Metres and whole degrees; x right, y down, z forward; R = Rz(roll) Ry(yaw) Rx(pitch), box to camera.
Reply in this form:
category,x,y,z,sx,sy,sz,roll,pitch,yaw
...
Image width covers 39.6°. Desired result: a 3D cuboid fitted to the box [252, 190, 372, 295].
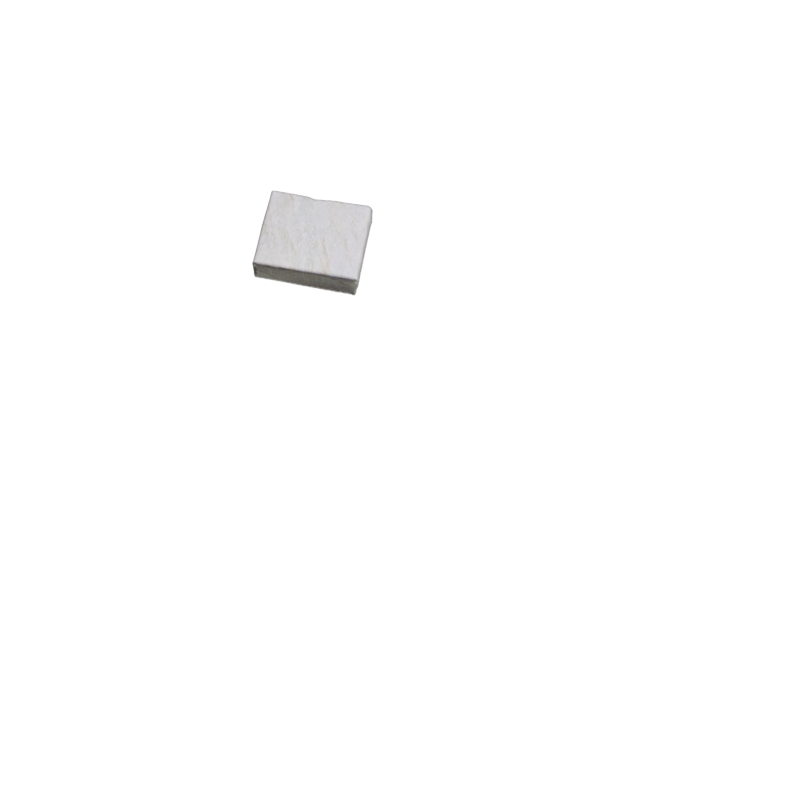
category,x,y,z,sx,sy,sz,roll,pitch,yaw
box,-0.073,-0.133,0.930,0.090,0.077,0.028,10,-28,5
